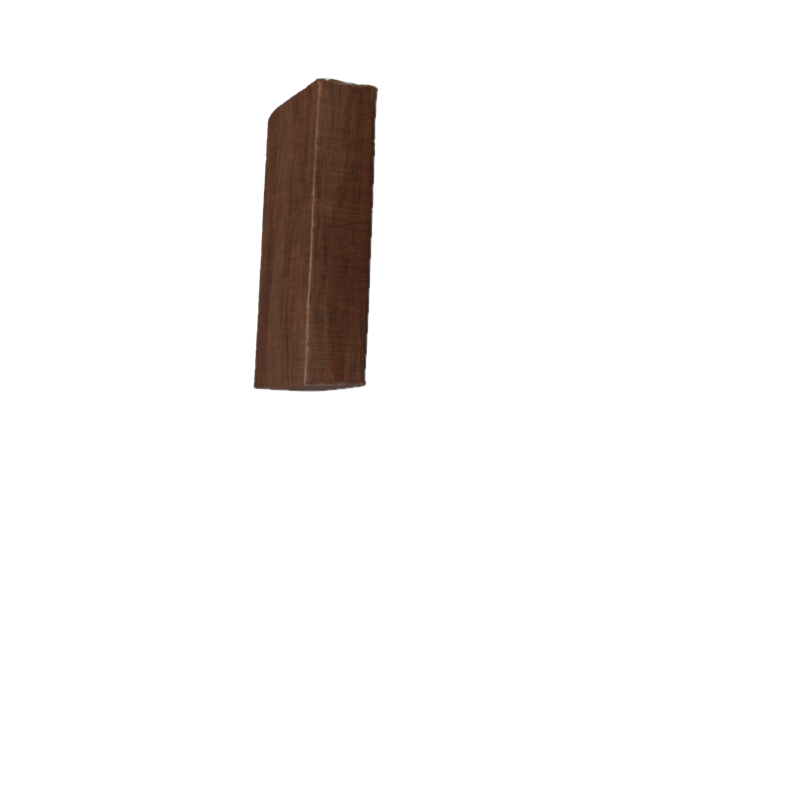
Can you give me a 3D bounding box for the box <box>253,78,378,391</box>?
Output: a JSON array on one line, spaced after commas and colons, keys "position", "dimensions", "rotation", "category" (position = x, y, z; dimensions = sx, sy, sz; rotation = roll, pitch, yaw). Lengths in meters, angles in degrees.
[{"position": [-0.052, -0.095, 0.664], "dimensions": [0.047, 0.180, 0.094], "rotation": [3, -8, -24], "category": "box"}]
